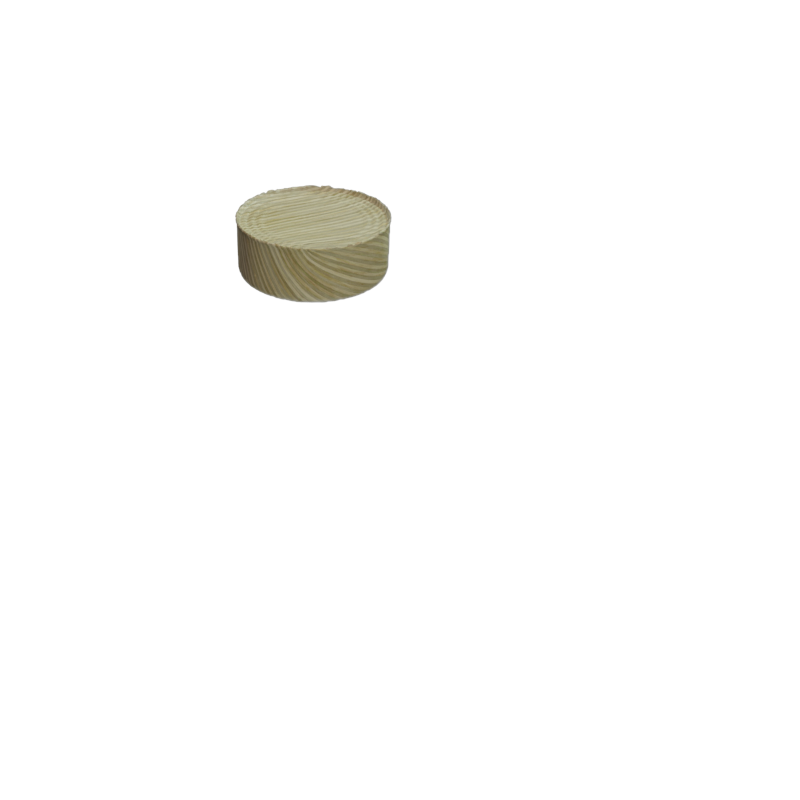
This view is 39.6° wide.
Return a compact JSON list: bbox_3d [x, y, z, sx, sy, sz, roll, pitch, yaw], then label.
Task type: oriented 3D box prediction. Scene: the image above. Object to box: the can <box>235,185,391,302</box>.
[{"bbox_3d":[-0.048,-0.088,0.615,0.086,0.032,0.091,-1,31,-2],"label":"can"}]
